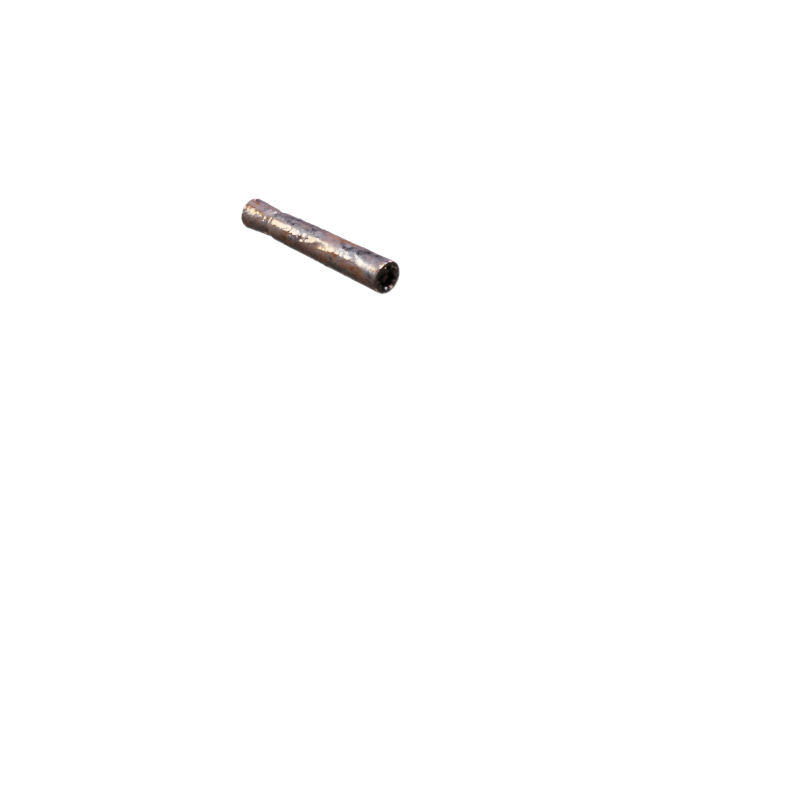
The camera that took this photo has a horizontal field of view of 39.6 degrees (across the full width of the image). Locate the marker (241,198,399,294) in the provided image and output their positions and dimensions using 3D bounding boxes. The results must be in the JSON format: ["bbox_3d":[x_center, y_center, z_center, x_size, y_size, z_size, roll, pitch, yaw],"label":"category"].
[{"bbox_3d":[-0.049,-0.089,0.626,0.019,0.019,0.129,-3,25,-45],"label":"marker"}]
